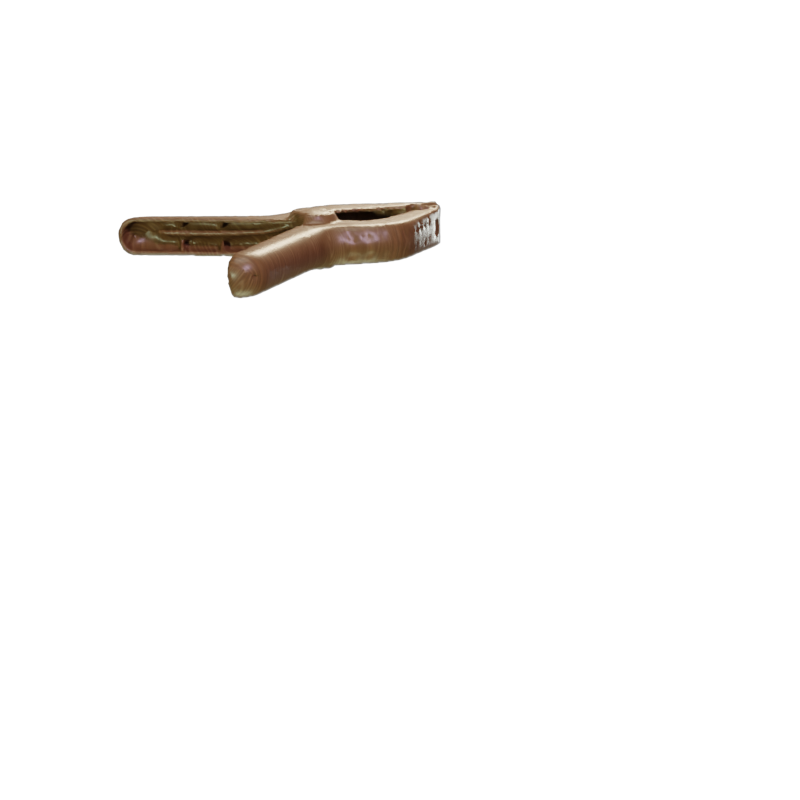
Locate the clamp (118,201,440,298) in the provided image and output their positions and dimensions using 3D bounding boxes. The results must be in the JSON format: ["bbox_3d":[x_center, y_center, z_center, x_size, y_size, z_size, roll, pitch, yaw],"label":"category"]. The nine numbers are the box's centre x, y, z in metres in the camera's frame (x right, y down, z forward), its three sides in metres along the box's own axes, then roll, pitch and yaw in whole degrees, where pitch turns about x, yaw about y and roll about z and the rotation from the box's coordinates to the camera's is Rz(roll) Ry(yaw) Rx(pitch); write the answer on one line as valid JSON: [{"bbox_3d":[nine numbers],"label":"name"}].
[{"bbox_3d":[-0.055,-0.100,0.699,0.205,0.035,0.174,-10,21,-26],"label":"clamp"}]
